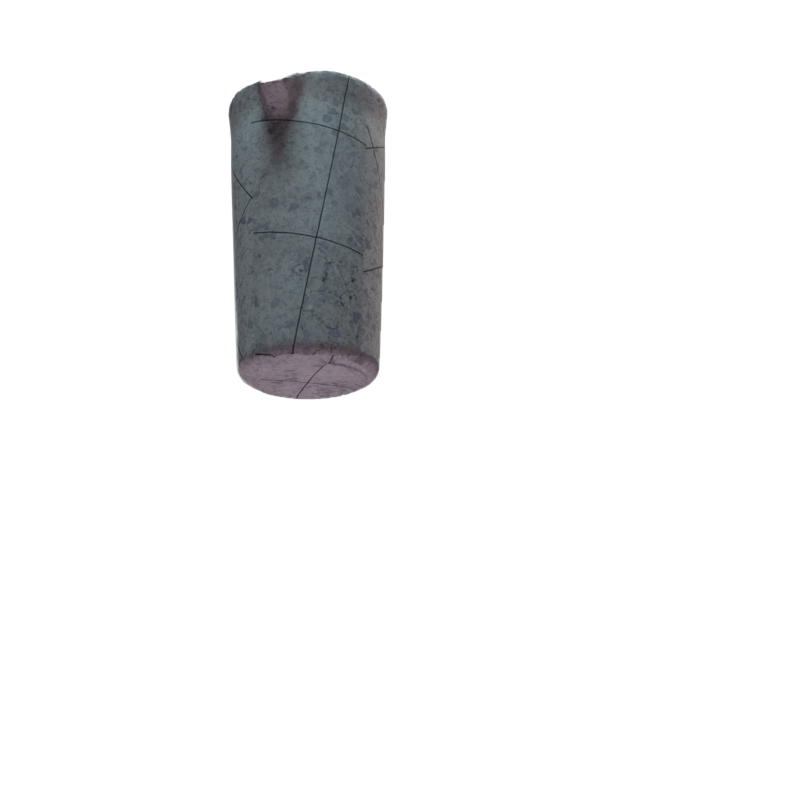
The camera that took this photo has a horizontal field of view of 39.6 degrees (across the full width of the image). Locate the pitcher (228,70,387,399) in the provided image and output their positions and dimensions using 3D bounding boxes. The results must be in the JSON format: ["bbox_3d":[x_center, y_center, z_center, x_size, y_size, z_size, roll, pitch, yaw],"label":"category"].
[{"bbox_3d":[-0.070,-0.127,0.891,0.143,0.256,0.143,11,-25,-27],"label":"pitcher"}]
